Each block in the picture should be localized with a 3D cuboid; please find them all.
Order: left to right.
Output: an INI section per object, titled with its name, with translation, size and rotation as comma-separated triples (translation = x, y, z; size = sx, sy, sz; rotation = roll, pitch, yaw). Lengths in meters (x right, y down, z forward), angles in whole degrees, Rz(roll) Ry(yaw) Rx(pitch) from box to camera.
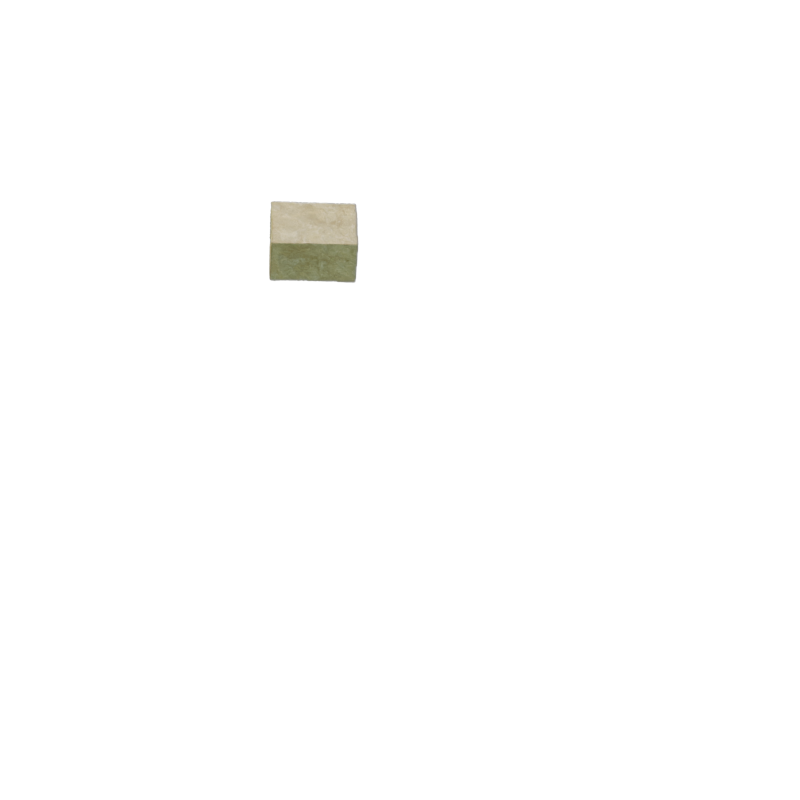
[block]
translation = -0.077, -0.140, 0.981
size = 0.078, 0.055, 0.049
rotation = 2, -38, -4
